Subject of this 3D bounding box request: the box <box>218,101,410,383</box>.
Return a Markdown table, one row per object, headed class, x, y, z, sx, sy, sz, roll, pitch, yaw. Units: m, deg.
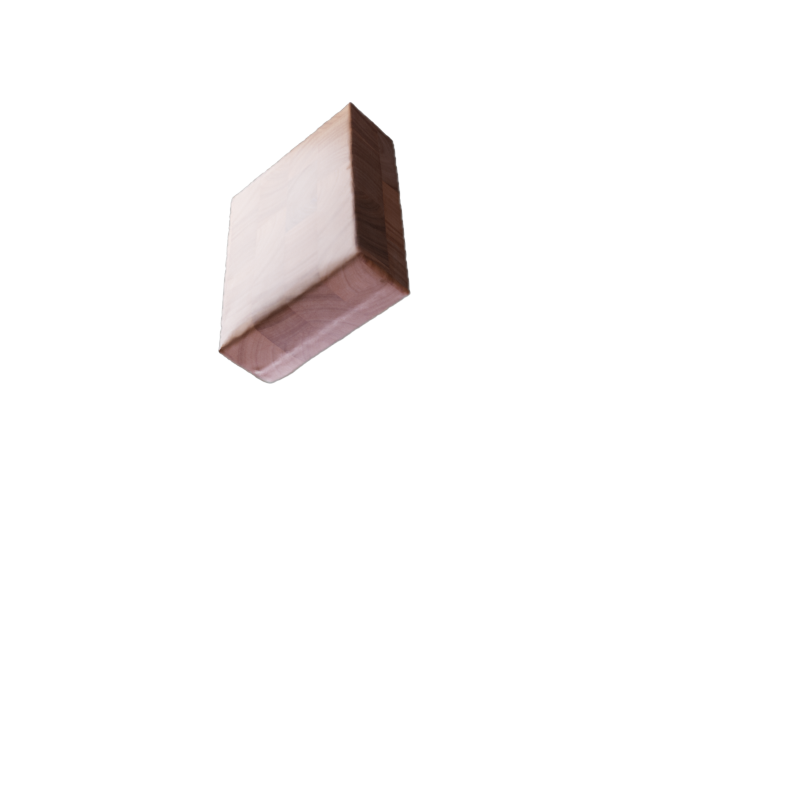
| class | x | y | z | sx | sy | sz | roll | pitch | yaw |
| --- | --- | --- | --- | --- | --- | --- | --- | --- | --- |
| box | -0.077 | -0.141 | 0.987 | 0.163 | 0.230 | 0.067 | -33 | -52 | 26 |
